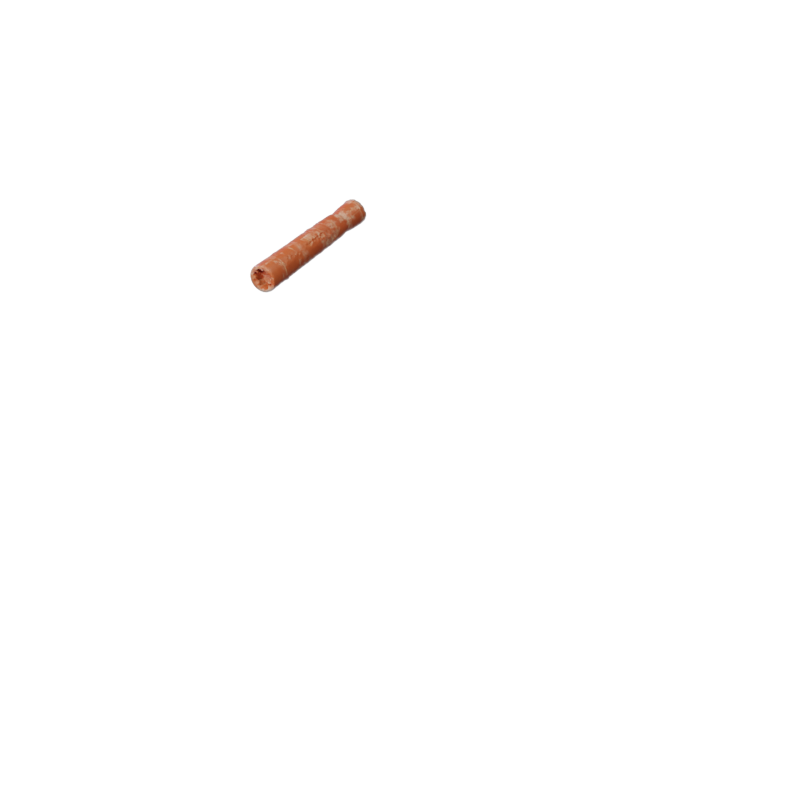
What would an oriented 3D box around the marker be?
[{"bbox_3d":[-0.058,-0.105,0.735,0.020,0.019,0.123,2,30,31],"label":"marker"}]
